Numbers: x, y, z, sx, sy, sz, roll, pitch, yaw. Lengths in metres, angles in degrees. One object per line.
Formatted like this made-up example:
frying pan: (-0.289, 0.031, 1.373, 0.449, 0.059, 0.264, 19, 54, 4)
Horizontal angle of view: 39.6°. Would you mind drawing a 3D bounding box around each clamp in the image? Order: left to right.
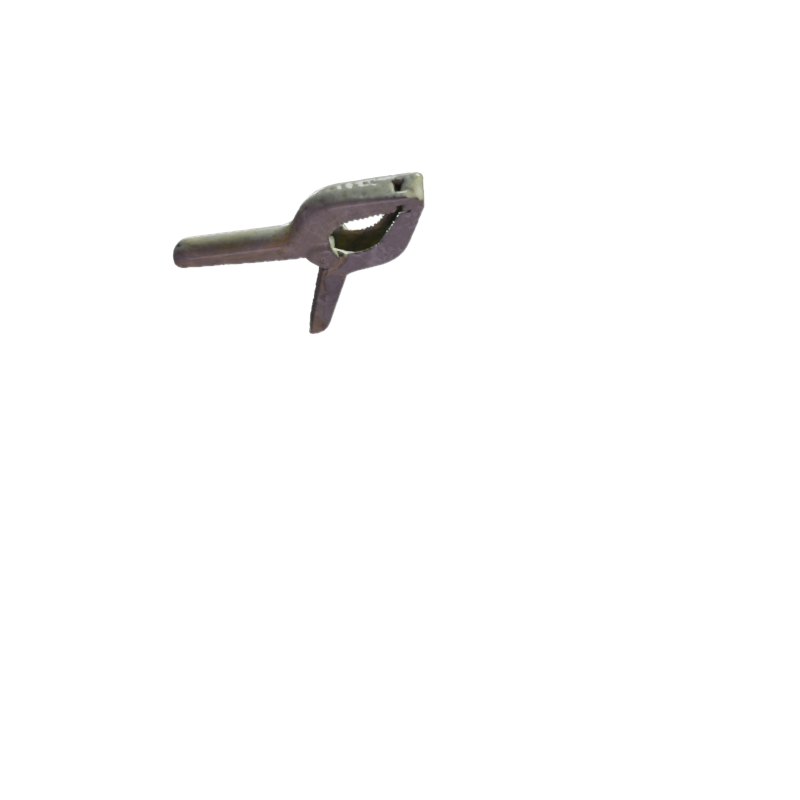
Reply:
clamp: (-0.069, -0.126, 0.884, 0.155, 0.039, 0.208, 22, -36, -33)
